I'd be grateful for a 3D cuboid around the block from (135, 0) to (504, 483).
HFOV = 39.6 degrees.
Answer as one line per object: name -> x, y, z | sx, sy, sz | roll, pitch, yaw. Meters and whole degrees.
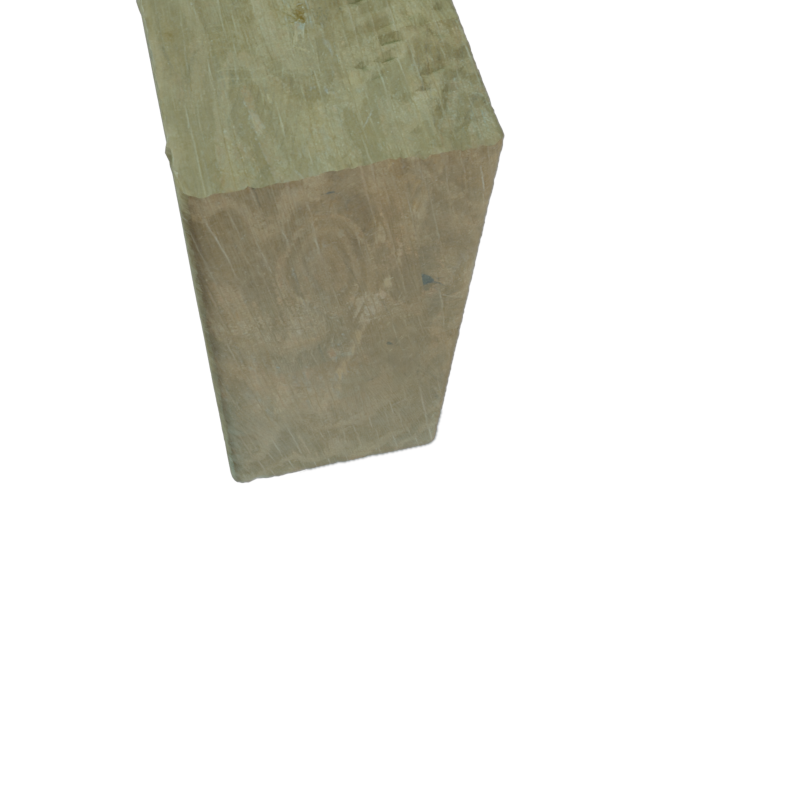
block -> -0.032, -0.056, 0.394 | 0.089, 0.097, 0.194 | -11, -25, -9
